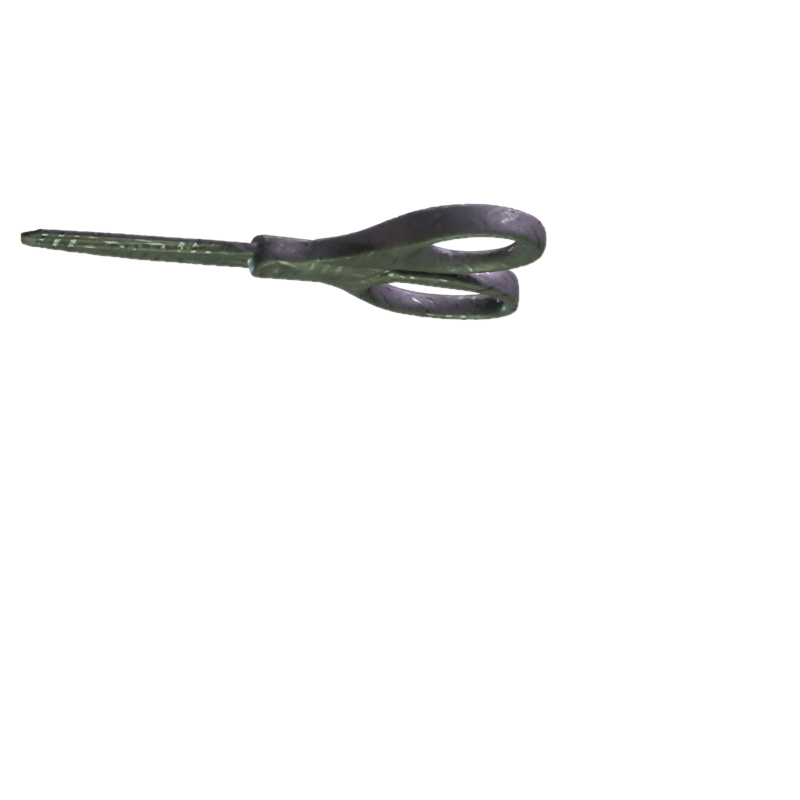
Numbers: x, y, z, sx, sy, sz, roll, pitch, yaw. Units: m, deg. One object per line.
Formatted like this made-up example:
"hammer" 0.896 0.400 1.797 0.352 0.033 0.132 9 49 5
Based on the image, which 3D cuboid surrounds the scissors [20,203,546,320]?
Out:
"scissors" -0.033 -0.060 0.420 0.194 0.017 0.095 9 -21 -25
